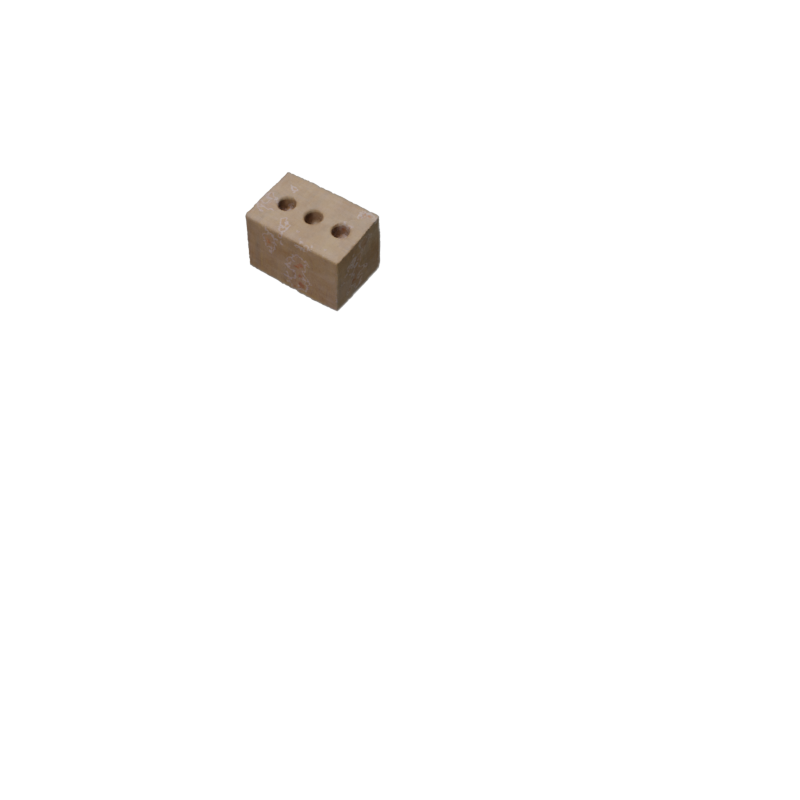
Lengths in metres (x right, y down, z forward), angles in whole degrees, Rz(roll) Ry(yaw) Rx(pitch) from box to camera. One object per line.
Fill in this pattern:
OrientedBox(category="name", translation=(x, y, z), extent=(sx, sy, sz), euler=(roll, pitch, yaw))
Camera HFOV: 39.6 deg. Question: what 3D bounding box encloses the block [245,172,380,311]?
OrientedBox(category="block", translation=(-0.059, -0.108, 0.755), extent=(0.082, 0.054, 0.048), euler=(28, -34, 20))
